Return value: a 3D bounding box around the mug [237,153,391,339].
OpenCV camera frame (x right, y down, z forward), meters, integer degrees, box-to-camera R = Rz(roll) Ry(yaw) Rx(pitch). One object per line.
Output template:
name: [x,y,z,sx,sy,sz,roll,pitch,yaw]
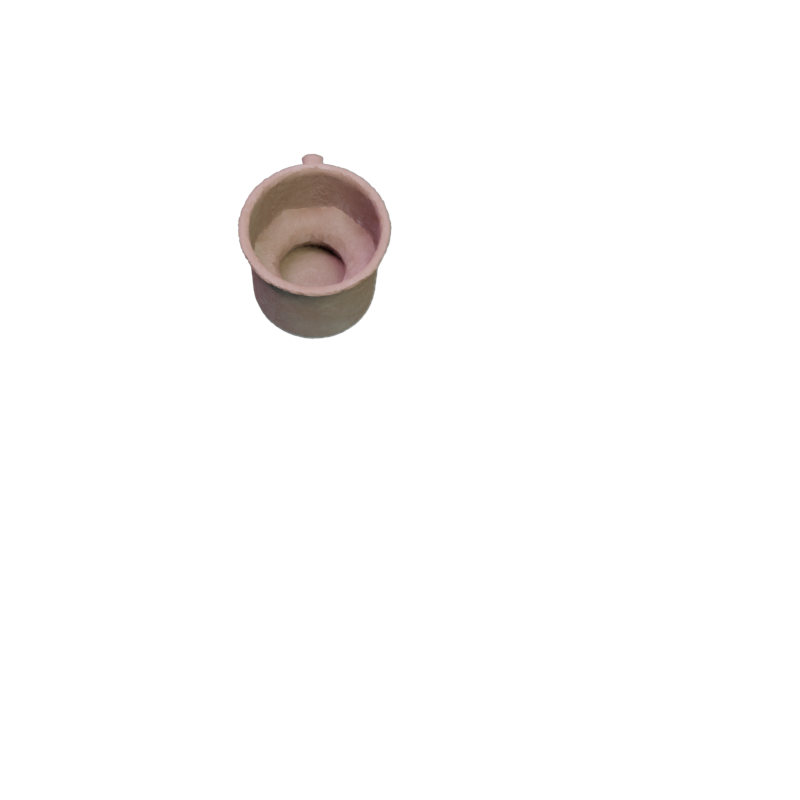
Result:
mug: [-0.056,-0.102,0.712,0.093,0.125,0.077,-4,-26,-4]
